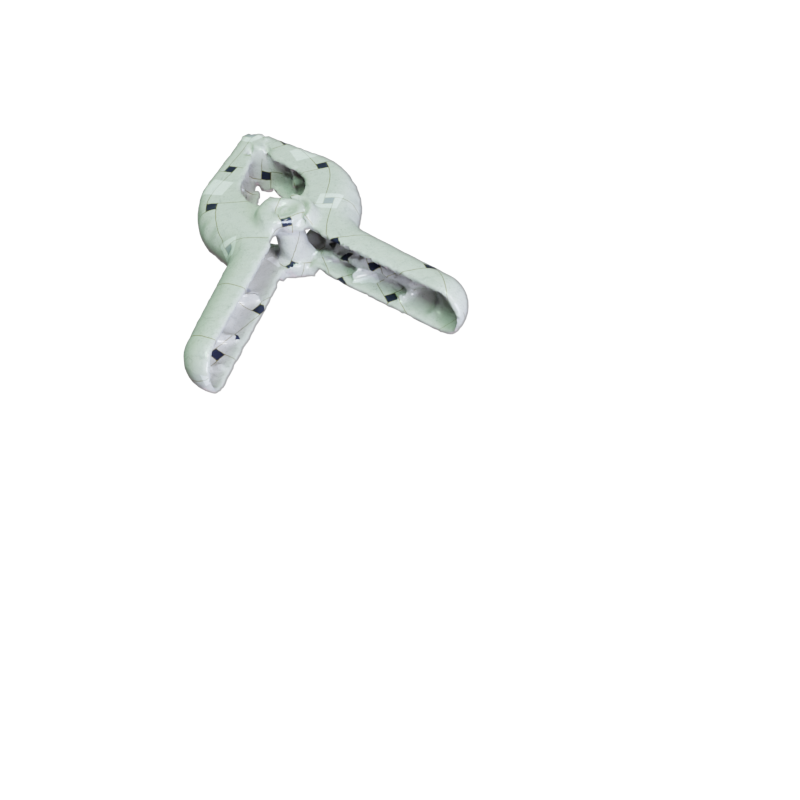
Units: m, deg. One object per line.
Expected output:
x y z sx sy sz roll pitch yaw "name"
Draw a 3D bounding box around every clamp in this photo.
-0.040 -0.073 0.514 0.119 0.037 0.185 -5 43 -6 "clamp"
